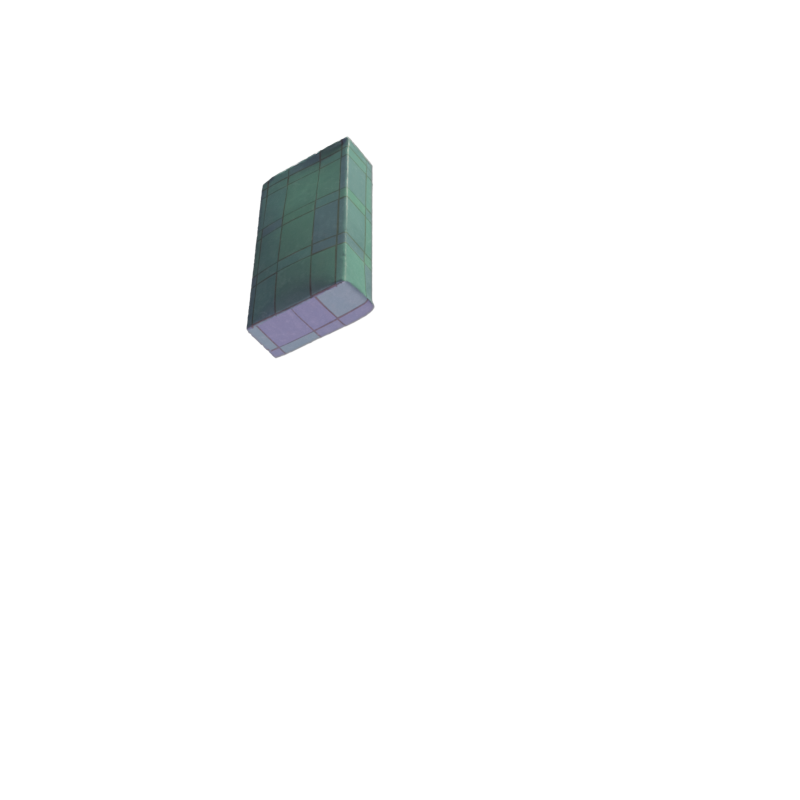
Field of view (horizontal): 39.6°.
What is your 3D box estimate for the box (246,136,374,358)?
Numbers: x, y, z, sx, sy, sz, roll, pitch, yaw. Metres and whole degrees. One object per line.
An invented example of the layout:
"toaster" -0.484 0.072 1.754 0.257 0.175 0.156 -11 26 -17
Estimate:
"box" -0.069 -0.125 0.876 0.093 0.189 0.044 -25 -47 22
